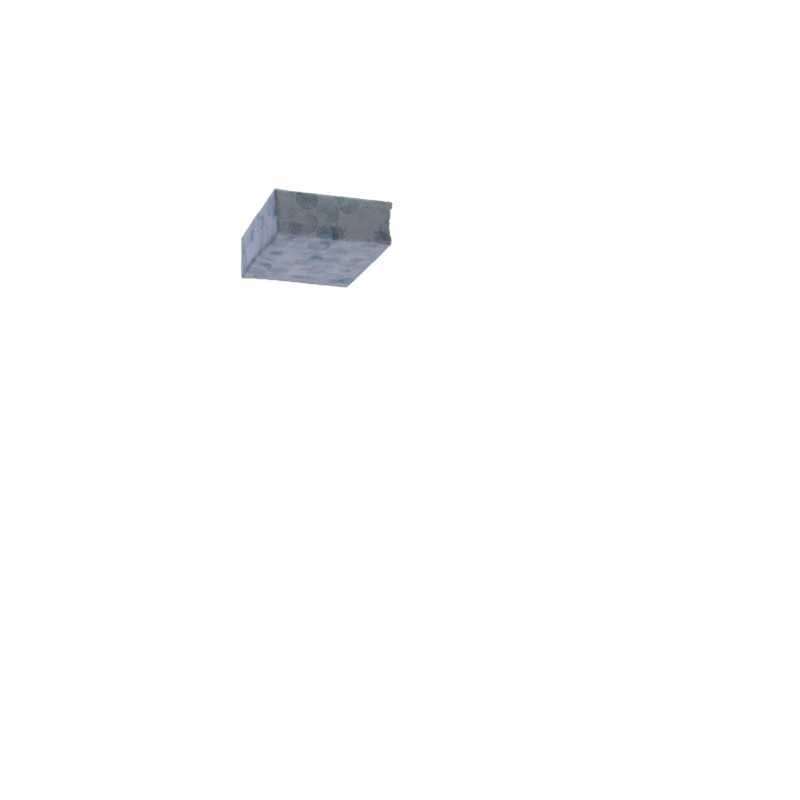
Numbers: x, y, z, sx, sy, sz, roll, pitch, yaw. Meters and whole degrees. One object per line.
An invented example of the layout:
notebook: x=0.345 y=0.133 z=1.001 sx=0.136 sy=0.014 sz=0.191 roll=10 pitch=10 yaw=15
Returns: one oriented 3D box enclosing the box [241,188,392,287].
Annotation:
box: x=-0.066 y=-0.119 z=0.836 sx=0.088 sy=0.040 sz=0.112 roll=4 pitch=-11 yaw=-18
